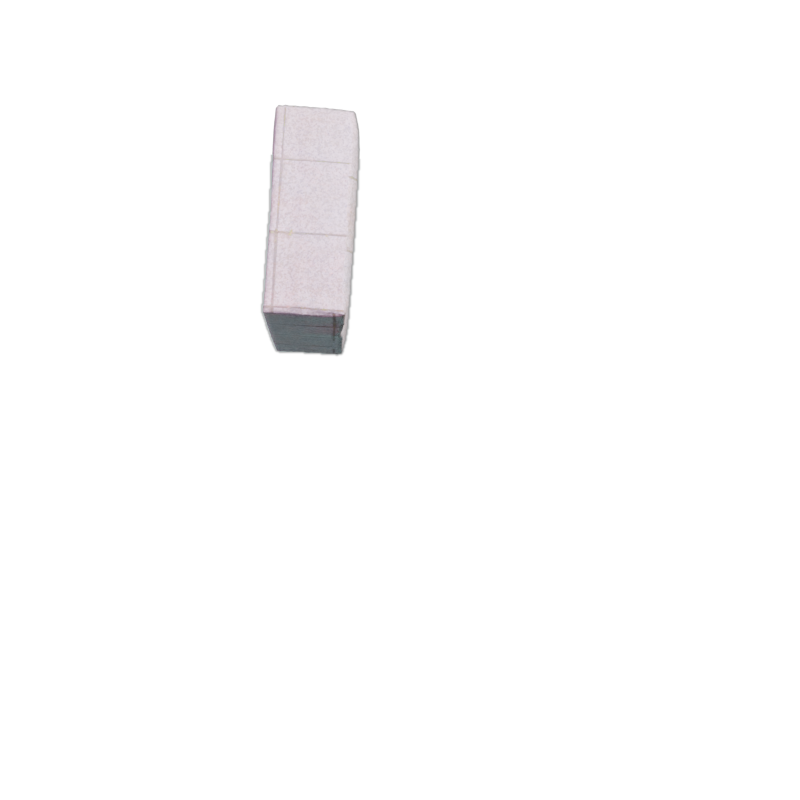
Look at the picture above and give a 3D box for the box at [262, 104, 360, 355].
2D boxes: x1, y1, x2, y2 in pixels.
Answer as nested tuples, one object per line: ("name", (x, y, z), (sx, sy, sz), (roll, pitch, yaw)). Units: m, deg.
("box", (-0.073, -0.133, 0.933), (0.072, 0.169, 0.209), (3, -9, -4))
